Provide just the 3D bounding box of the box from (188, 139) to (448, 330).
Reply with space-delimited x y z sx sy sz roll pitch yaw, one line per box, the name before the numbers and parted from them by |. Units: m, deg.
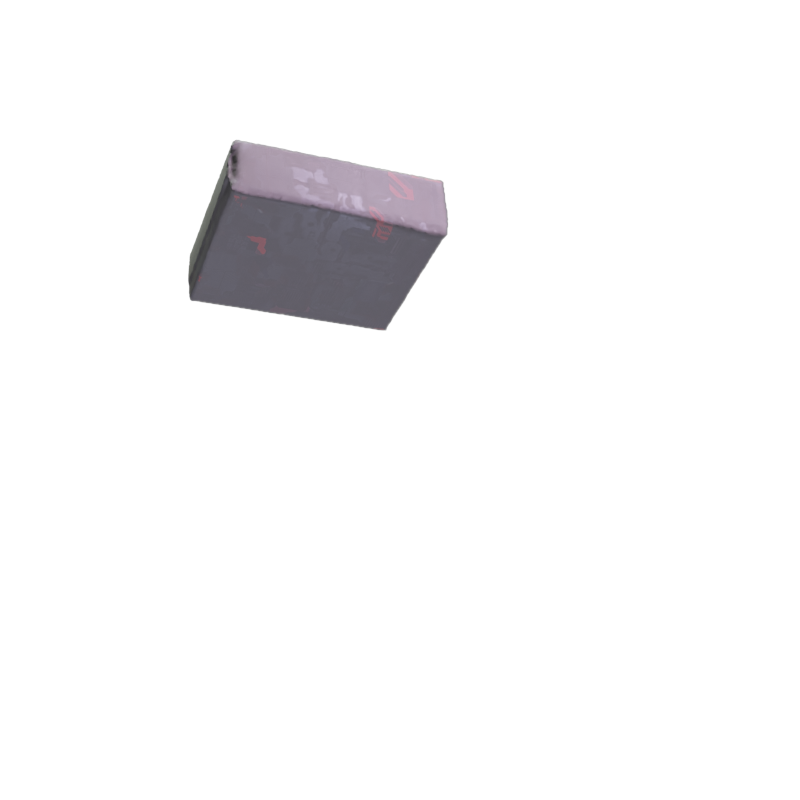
box | -0.044 -0.081 0.564 0.110 0.042 0.086 11 -36 -16
